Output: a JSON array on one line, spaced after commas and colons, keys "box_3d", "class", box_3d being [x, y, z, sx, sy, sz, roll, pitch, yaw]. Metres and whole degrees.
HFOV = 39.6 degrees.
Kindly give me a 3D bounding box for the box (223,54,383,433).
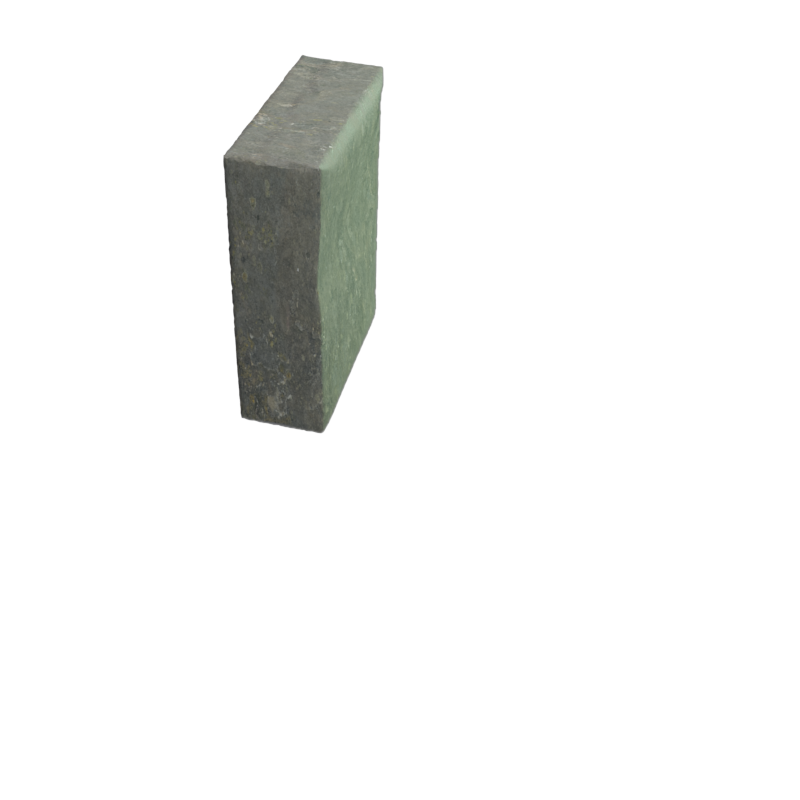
[{"box_3d": [-0.062, -0.112, 0.786, 0.073, 0.200, 0.172, 9, 37, 9], "class": "box"}]
